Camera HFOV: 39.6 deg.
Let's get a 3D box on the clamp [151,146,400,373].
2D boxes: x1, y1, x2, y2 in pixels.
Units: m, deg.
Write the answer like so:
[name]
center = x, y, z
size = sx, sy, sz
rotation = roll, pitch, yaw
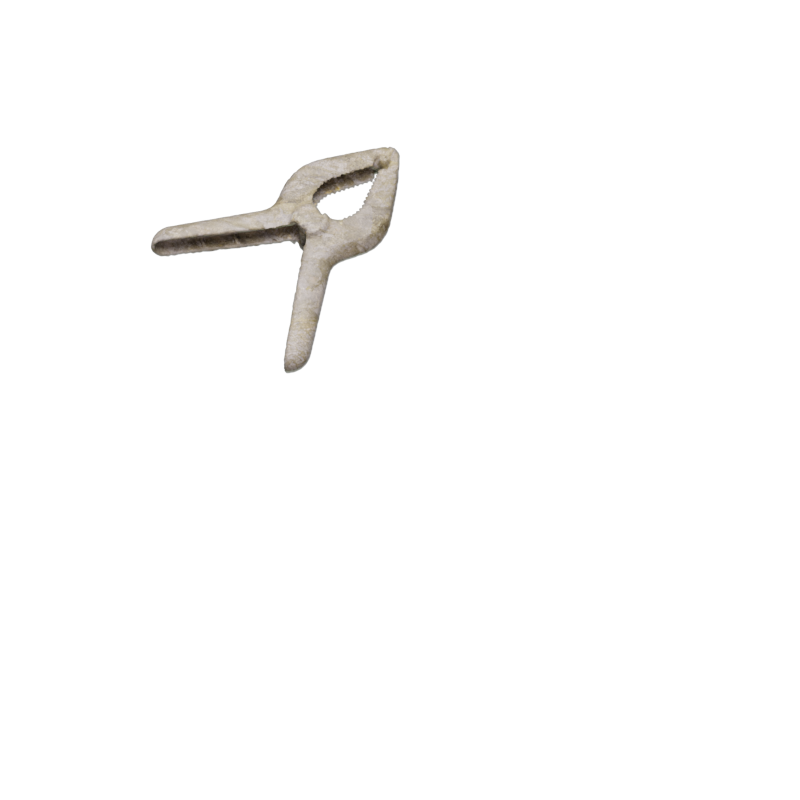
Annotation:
[clamp]
center = -0.069, -0.126, 0.882
size = 0.211, 0.174, 0.034
rotation = -35, -25, -19
